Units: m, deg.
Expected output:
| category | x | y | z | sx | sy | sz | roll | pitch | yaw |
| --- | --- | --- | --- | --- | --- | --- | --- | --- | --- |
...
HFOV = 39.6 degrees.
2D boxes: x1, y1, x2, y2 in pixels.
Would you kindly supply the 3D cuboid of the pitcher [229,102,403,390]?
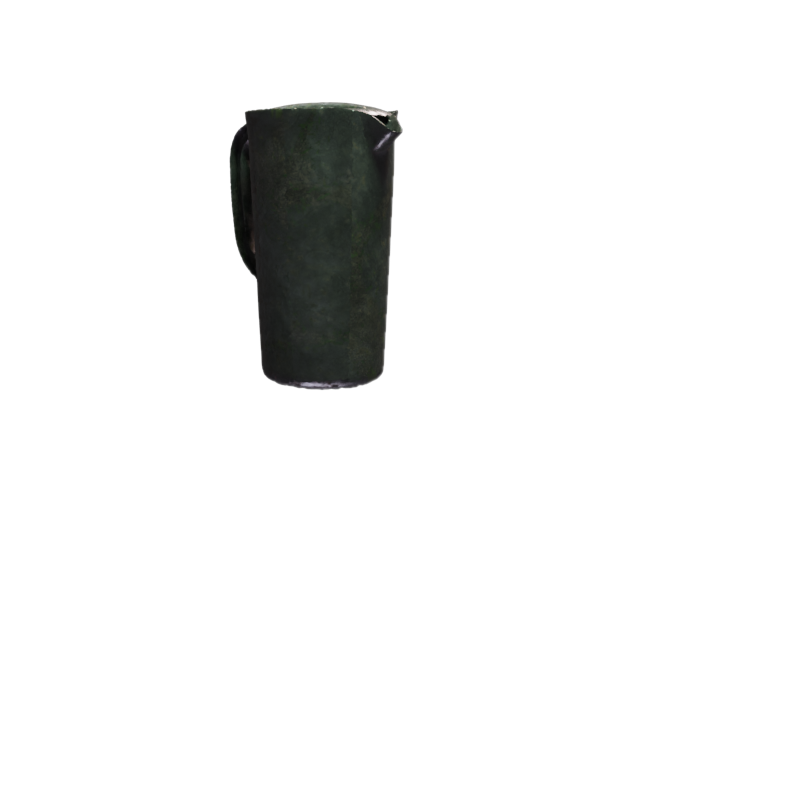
| category | x | y | z | sx | sy | sz | roll | pitch | yaw |
| --- | --- | --- | --- | --- | --- | --- | --- | --- | --- |
| pitcher | -0.076 | -0.140 | 0.977 | 0.144 | 0.240 | 0.153 | -1 | 7 | -7 |
